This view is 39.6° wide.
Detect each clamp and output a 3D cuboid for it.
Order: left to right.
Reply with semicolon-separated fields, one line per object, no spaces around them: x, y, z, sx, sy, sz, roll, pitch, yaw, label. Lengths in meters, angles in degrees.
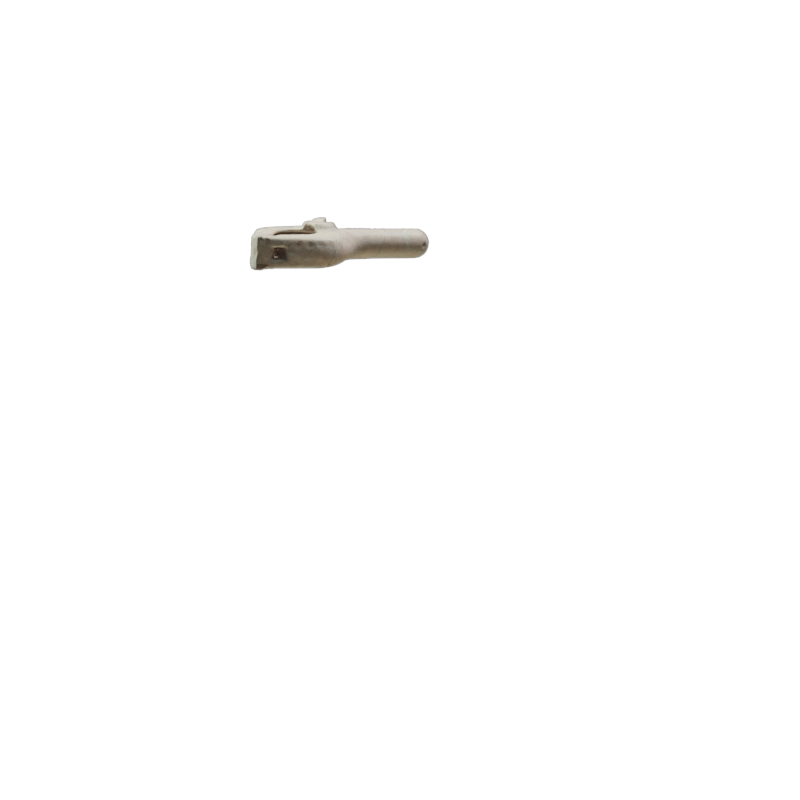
-0.072;-0.131;0.919;0.126;0.039;0.166;8;13;42;clamp
